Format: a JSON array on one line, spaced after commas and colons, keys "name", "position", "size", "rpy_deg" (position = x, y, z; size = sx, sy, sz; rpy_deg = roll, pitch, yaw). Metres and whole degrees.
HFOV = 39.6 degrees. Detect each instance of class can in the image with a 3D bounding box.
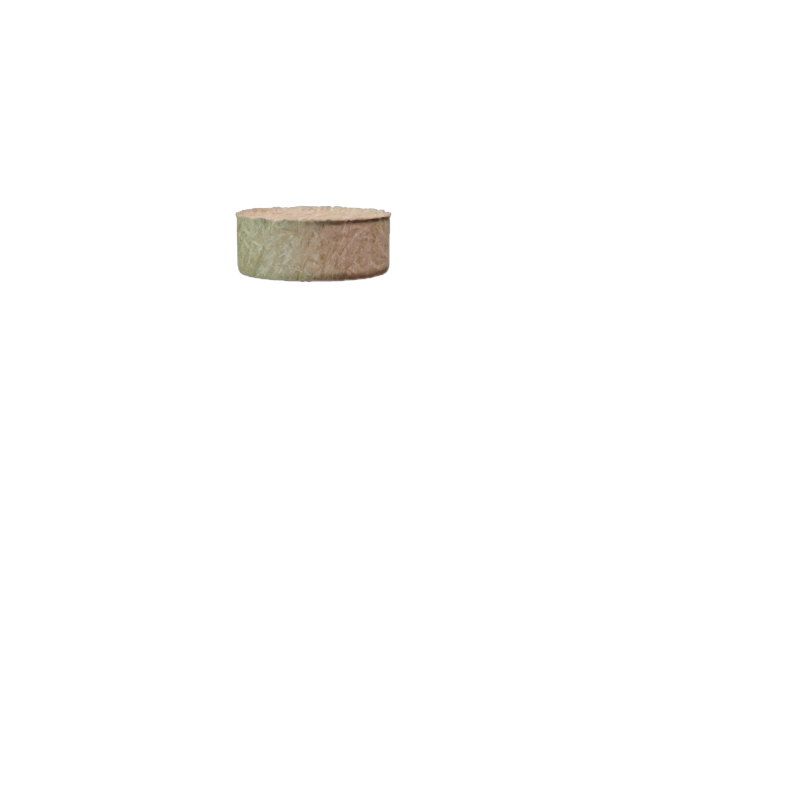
[{"name": "can", "position": [-0.048, -0.087, 0.611], "size": [0.086, 0.033, 0.088], "rpy_deg": [0, 13, -2]}]
